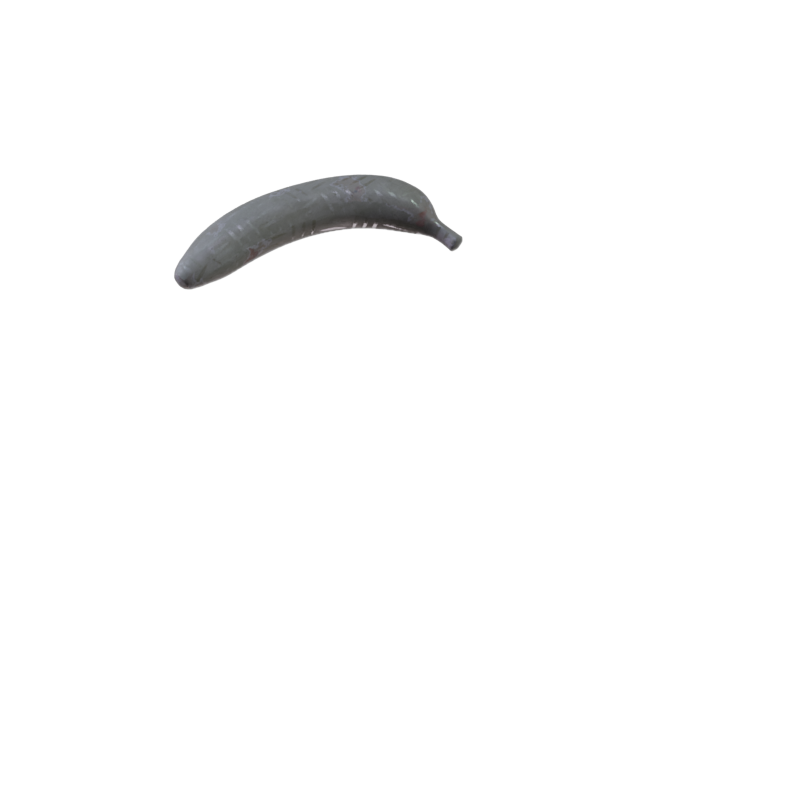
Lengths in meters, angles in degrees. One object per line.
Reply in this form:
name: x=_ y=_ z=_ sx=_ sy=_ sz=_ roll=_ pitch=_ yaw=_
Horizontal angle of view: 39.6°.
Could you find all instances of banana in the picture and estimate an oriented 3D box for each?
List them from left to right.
banana: x=-0.060 y=-0.120 z=0.755 sx=0.196 sy=0.034 sz=0.075 roll=-11 pitch=46 yaw=-11
